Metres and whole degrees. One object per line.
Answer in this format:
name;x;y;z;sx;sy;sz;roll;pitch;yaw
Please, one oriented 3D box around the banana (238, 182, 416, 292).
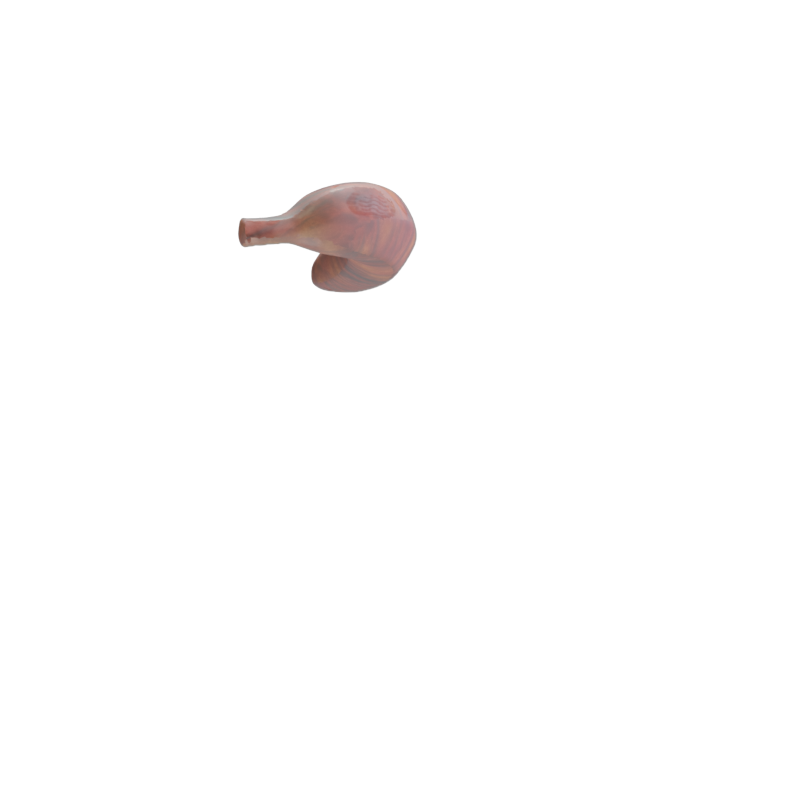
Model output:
banana;-0.026;-0.080;0.552;0.070;0.037;0.193;-1;-2;6
